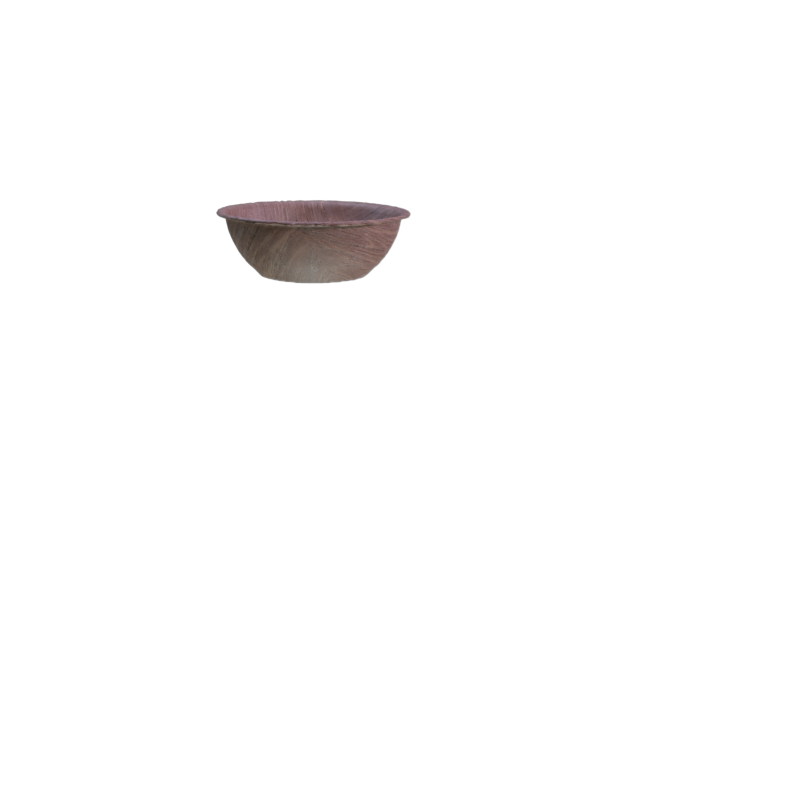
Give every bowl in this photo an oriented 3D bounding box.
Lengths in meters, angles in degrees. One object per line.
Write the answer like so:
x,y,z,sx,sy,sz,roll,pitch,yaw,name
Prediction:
-0.073,-0.132,0.927,0.162,0.053,0.167,-1,16,-2,bowl
